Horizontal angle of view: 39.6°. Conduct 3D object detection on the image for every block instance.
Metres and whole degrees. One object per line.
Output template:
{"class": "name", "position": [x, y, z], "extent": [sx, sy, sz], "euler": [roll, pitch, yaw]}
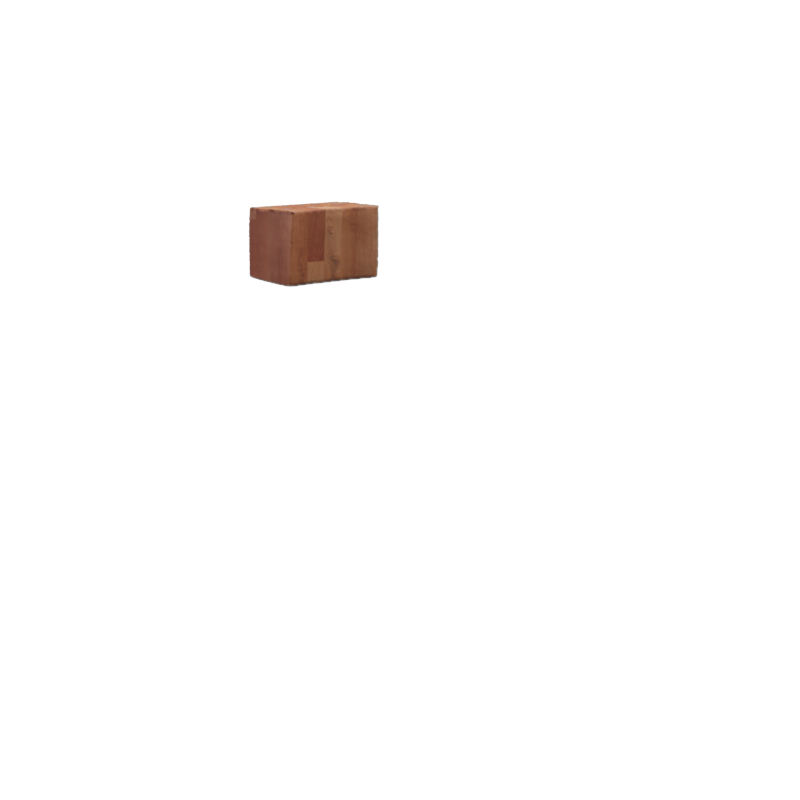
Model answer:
{"class": "block", "position": [-0.061, -0.111, 0.776], "extent": [0.076, 0.050, 0.055], "euler": [-10, 15, -39]}
